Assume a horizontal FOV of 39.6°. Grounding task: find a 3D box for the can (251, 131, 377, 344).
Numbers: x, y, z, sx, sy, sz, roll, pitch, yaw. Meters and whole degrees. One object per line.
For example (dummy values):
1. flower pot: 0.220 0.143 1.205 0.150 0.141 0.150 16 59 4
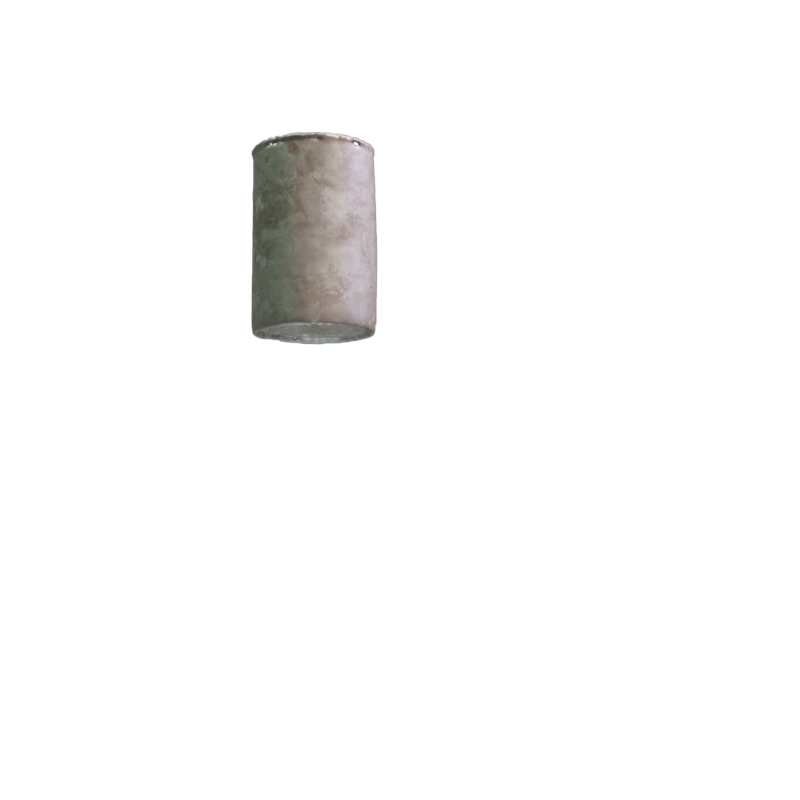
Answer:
1. can: -0.047 -0.085 0.599 0.068 0.105 0.067 0 -11 -2
